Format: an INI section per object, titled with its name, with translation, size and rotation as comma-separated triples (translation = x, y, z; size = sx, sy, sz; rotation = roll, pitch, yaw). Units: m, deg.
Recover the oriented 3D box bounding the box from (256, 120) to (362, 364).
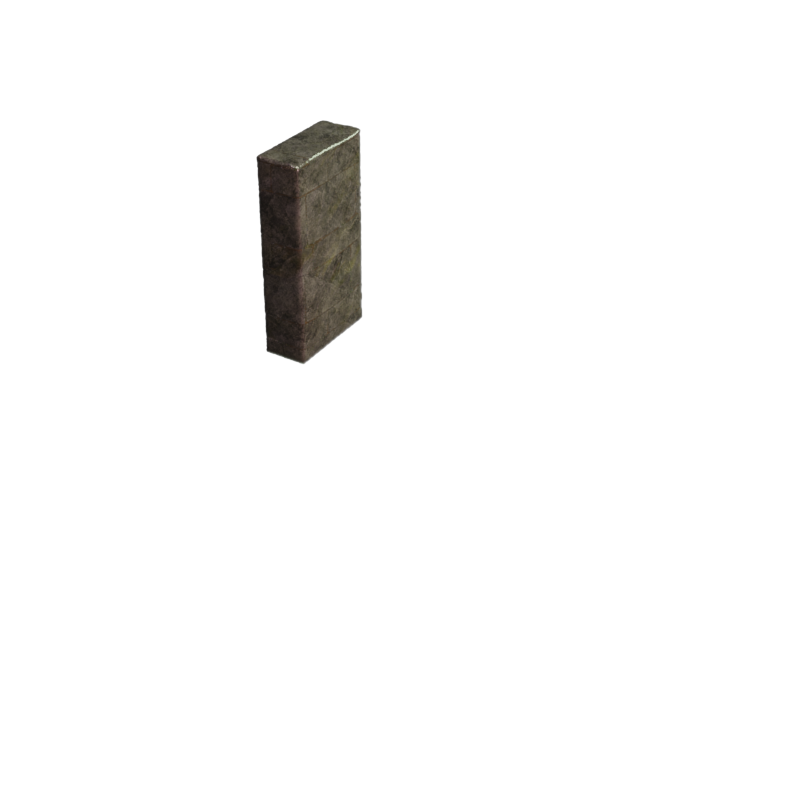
[box]
translation = -0.070, -0.128, 0.901
size = 0.050, 0.166, 0.095
rotation = 19, 35, 25
